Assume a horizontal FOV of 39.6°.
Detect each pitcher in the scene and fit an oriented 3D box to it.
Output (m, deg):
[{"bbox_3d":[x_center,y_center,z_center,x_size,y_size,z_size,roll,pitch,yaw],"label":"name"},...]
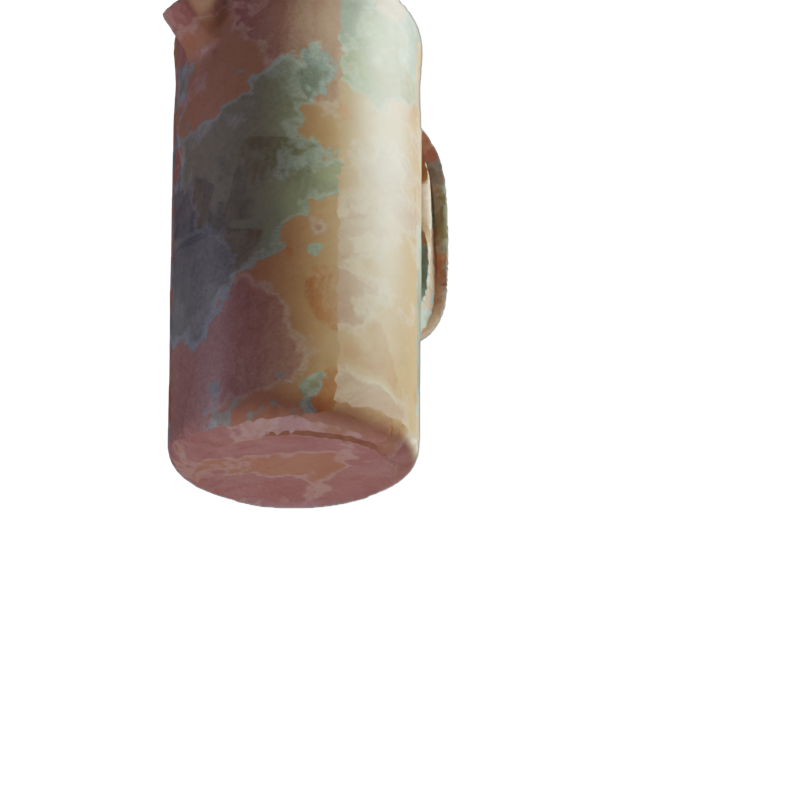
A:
[{"bbox_3d":[-0.042,-0.077,0.540,0.149,0.259,0.136,-1,-29,-2],"label":"pitcher"}]
